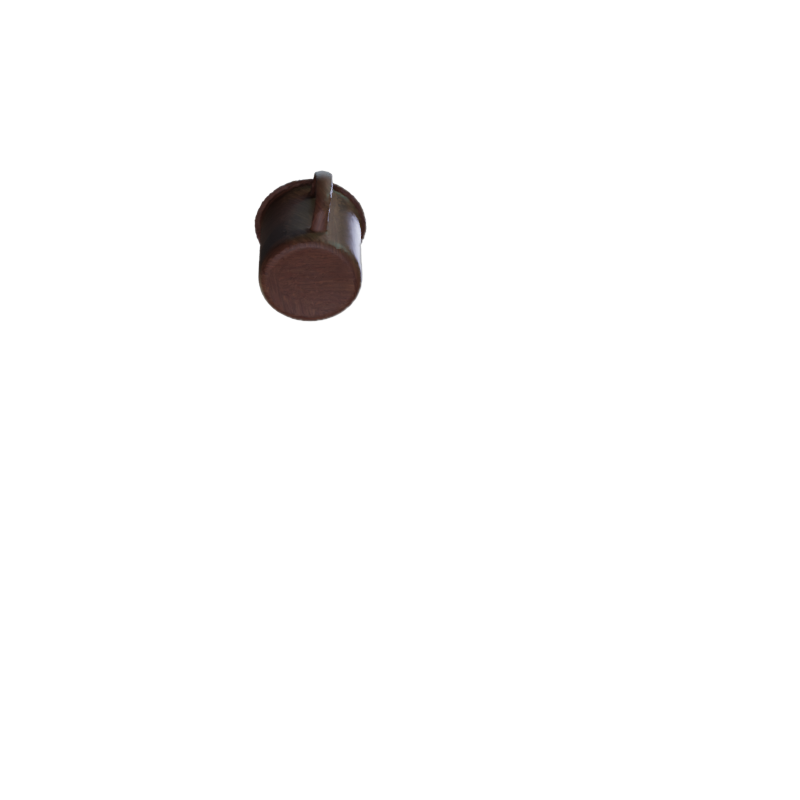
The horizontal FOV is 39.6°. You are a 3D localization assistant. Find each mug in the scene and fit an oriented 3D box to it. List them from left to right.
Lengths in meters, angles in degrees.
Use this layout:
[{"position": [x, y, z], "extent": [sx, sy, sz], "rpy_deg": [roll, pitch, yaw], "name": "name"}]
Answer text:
[{"position": [-0.069, -0.126, 0.884], "extent": [0.092, 0.111, 0.087], "rpy_deg": [10, 37, -10], "name": "mug"}]
